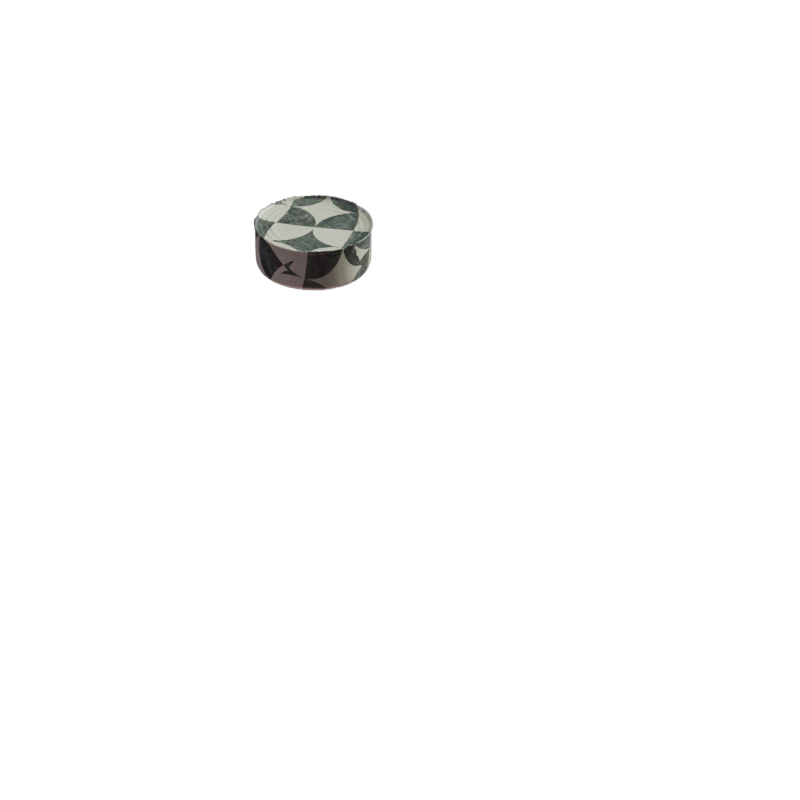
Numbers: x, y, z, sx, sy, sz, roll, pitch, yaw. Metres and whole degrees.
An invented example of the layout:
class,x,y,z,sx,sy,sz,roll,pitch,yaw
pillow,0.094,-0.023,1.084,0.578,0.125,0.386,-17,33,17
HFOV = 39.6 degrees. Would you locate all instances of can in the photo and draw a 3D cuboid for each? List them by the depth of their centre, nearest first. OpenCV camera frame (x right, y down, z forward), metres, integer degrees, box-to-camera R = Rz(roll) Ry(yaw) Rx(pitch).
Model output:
class,x,y,z,sx,sy,sz,roll,pitch,yaw
can,-0.063,-0.115,0.803,0.086,0.031,0.092,-1,35,-2
